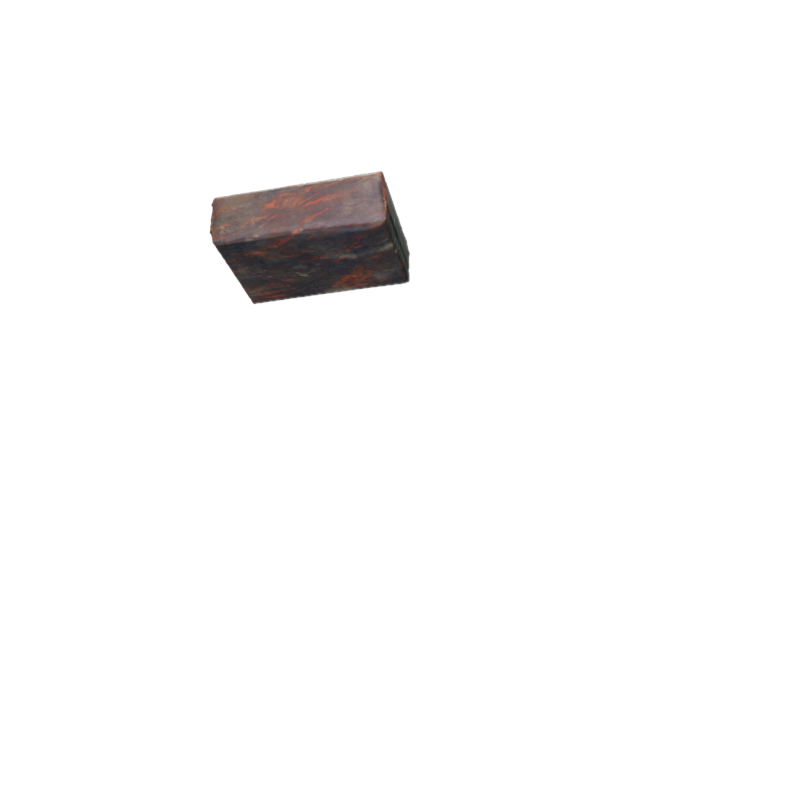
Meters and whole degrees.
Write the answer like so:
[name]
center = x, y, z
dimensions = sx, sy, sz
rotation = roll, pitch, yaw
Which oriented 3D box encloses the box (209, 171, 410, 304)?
[box]
center = -0.056, -0.103, 0.718
dimensions = 0.115, 0.041, 0.084
rotation = -5, -23, 11
